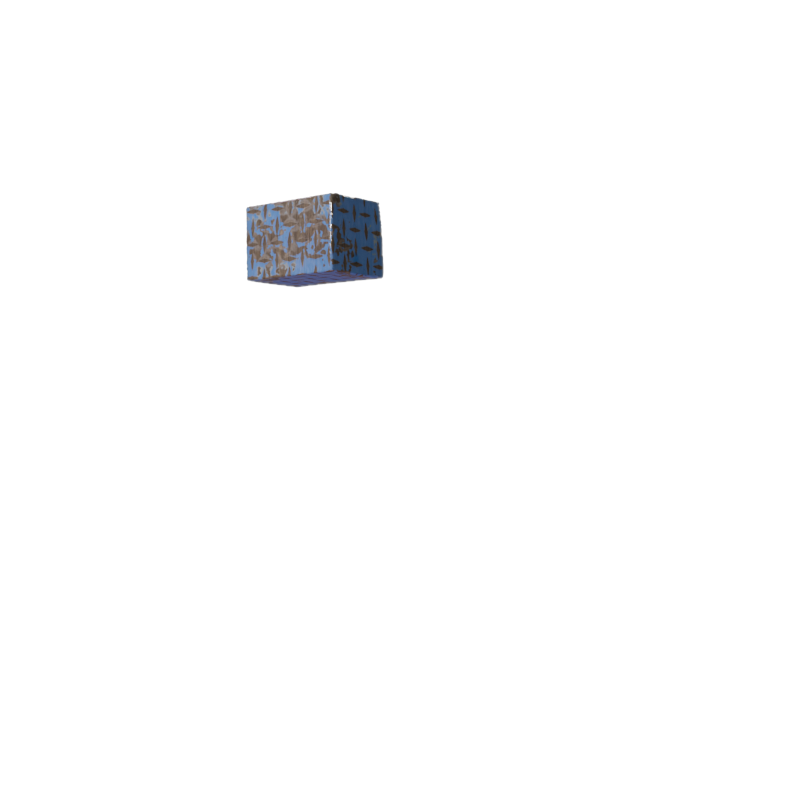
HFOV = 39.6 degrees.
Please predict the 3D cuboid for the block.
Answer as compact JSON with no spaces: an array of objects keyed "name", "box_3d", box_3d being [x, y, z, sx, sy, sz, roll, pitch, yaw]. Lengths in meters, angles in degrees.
[{"name":"block","box_3d":[-0.057,-0.105,0.733,0.080,0.052,0.050,-3,-5,38]}]
